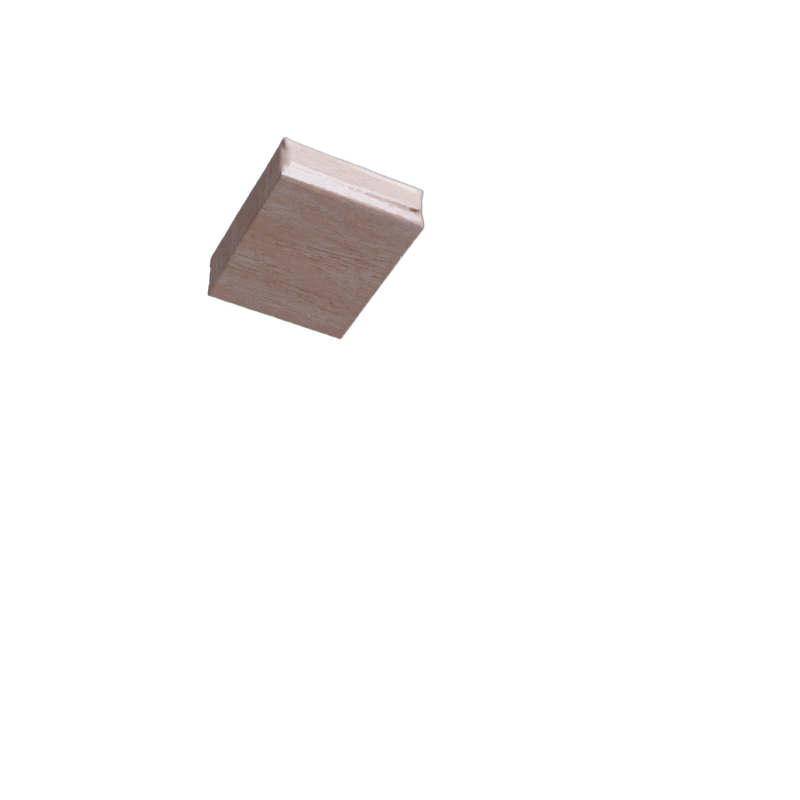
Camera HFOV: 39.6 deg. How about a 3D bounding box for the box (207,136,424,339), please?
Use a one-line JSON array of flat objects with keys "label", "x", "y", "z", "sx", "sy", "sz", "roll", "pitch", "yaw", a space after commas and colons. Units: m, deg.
[{"label": "box", "x": -0.041, "y": -0.075, "z": 0.524, "sx": 0.070, "sy": 0.032, "sz": 0.086, "roll": 19, "pitch": -46, "yaw": -20}]
